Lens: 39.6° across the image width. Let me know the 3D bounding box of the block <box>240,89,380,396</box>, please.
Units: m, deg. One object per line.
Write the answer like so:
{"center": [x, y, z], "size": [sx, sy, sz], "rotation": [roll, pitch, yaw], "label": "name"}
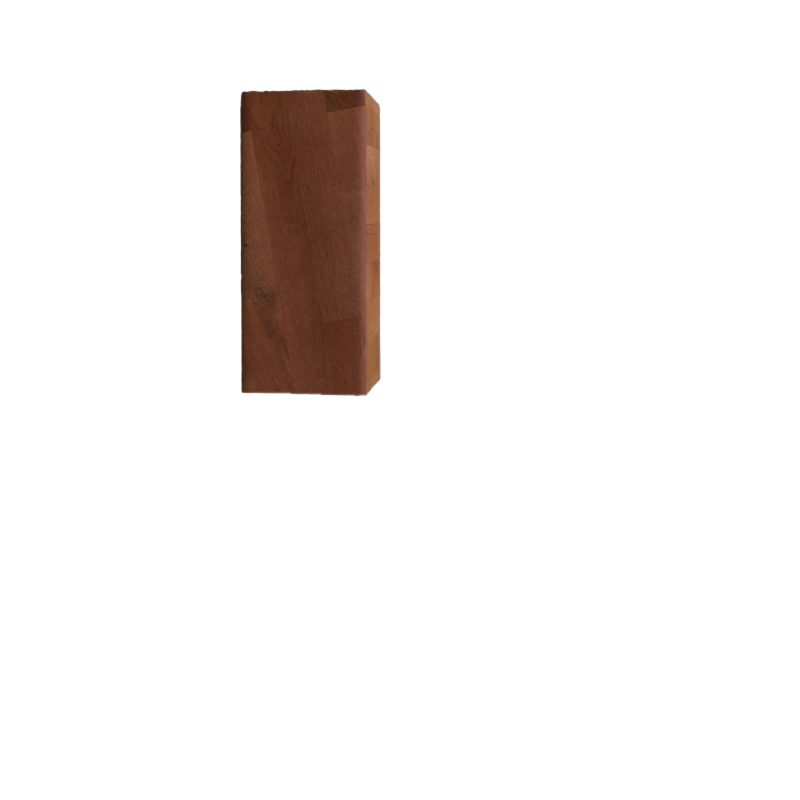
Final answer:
{"center": [-0.063, -0.113, 0.793], "size": [0.091, 0.206, 0.090], "rotation": [0, 2, 7], "label": "block"}
